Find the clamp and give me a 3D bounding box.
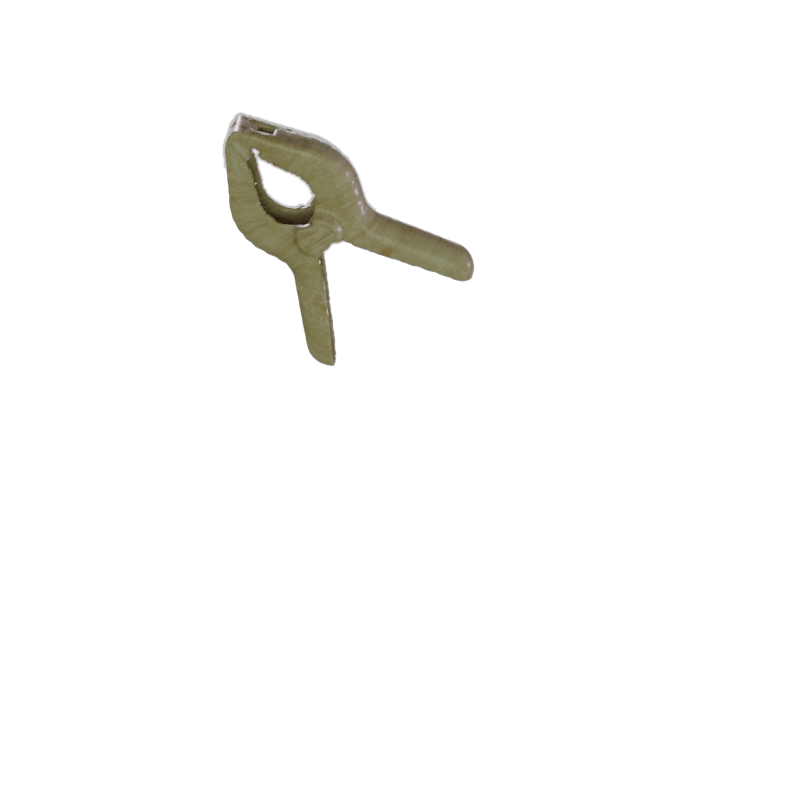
[{"bbox_3d":[-0.053,-0.096,0.674,0.165,0.119,0.041,41,18,-16],"label":"clamp"}]
